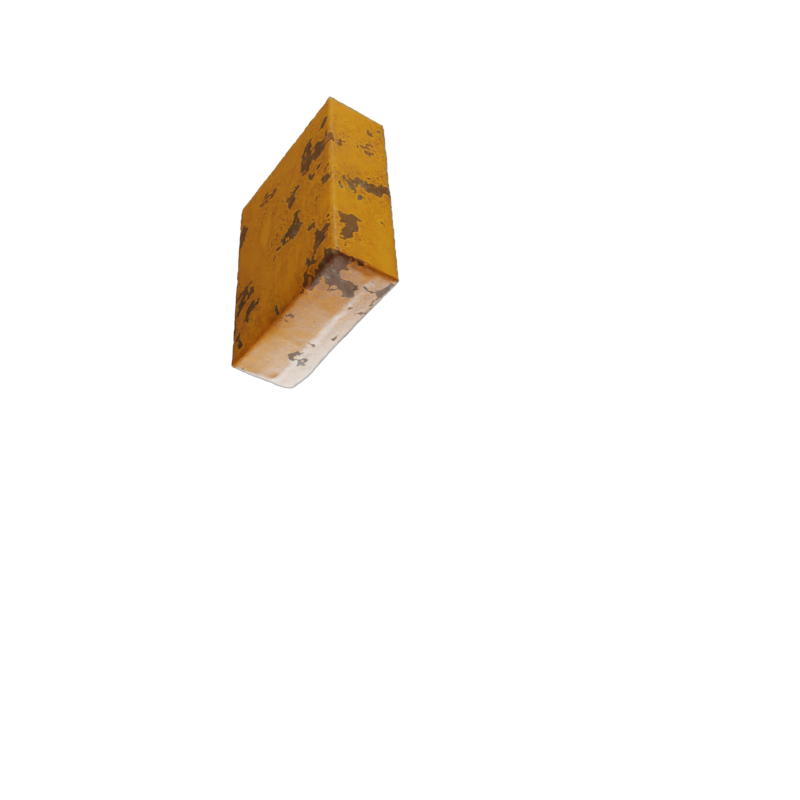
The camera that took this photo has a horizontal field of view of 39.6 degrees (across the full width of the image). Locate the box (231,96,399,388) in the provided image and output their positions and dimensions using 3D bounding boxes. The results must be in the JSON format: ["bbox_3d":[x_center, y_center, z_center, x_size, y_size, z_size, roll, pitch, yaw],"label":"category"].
[{"bbox_3d":[-0.078,-0.142,0.991,0.068,0.230,0.160,25,-51,-27],"label":"box"}]
